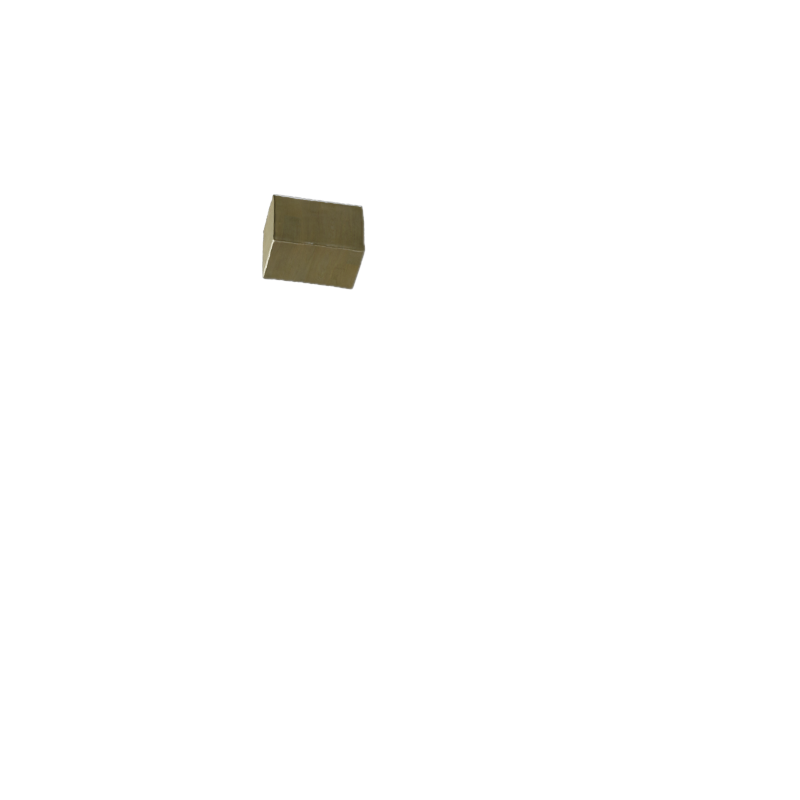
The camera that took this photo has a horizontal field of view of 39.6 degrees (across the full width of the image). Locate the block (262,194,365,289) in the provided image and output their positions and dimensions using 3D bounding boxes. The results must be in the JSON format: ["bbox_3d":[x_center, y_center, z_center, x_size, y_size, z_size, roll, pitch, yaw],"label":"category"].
[{"bbox_3d":[-0.072,-0.131,0.915,0.077,0.055,0.050,7,-38,-11],"label":"block"}]
